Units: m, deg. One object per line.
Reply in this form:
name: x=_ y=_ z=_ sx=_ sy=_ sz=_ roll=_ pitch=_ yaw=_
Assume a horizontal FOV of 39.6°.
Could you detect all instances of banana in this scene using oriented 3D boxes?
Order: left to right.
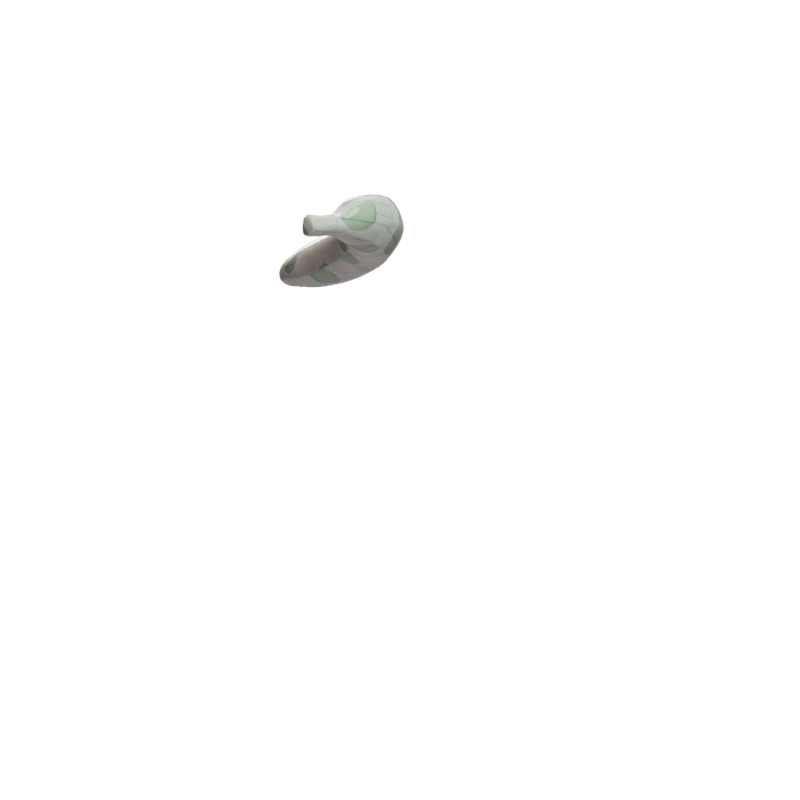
banana: x=-0.037 y=-0.102 z=0.713 sx=0.069 sy=0.037 sz=0.196 roll=1 pitch=-5 yaw=-9
